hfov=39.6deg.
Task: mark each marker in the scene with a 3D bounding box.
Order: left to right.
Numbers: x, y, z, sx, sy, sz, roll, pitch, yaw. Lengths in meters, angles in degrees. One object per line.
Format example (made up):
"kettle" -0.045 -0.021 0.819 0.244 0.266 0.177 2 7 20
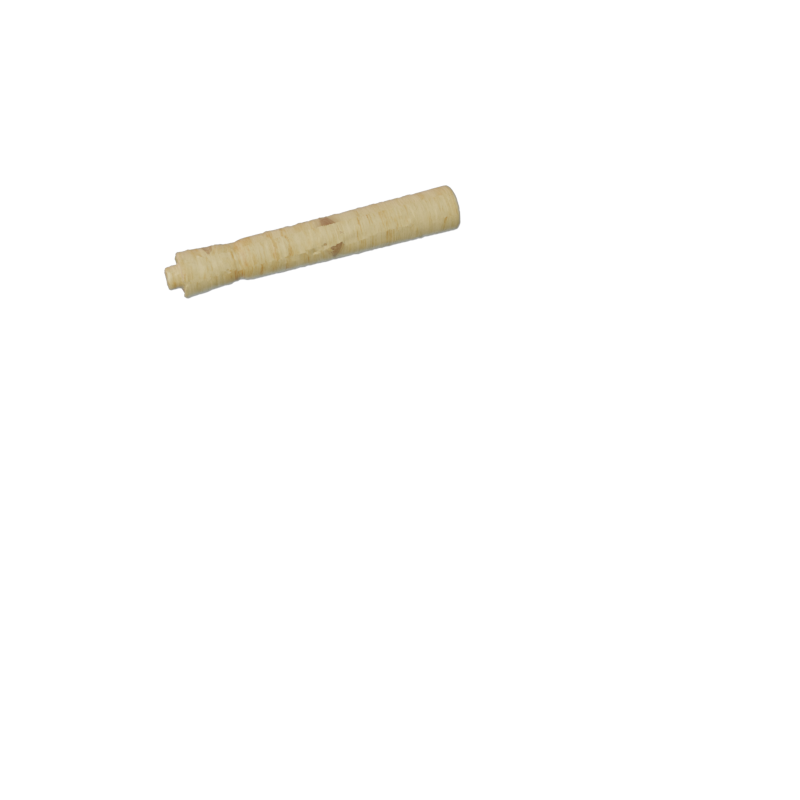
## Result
"marker" -0.035 -0.063 0.445 0.120 0.019 0.020 -16 8 -12
